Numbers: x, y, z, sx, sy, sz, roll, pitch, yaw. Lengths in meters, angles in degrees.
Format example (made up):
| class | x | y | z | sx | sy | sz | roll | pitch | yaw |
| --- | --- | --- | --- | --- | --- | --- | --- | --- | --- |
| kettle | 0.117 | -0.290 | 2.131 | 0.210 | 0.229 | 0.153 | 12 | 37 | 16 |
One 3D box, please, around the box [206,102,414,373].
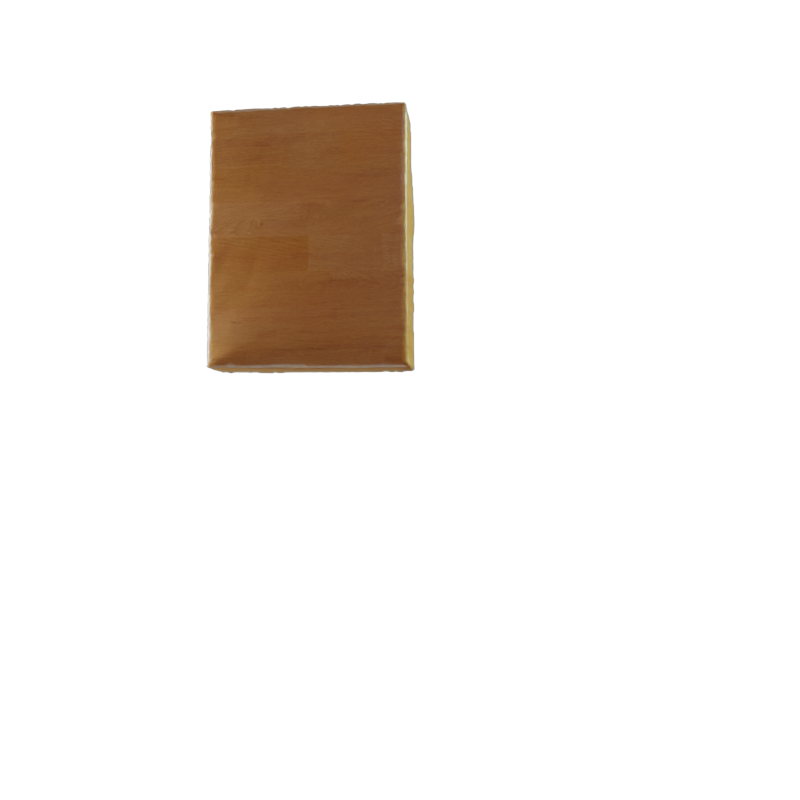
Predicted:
| class | x | y | z | sx | sy | sz | roll | pitch | yaw |
| --- | --- | --- | --- | --- | --- | --- | --- | --- | --- |
| box | -0.072 | -0.130 | 0.914 | 0.166 | 0.219 | 0.069 | -1 | -9 | 8 |
